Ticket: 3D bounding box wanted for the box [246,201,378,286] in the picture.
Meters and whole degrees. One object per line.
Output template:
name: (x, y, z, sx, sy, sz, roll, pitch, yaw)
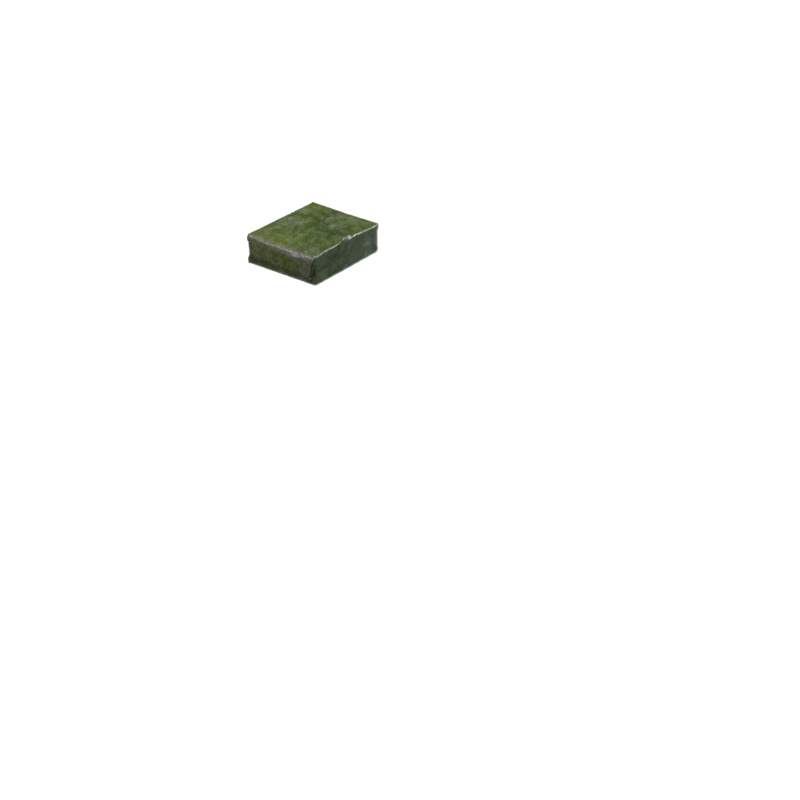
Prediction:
box: (-0.073, -0.133, 0.930, 0.077, 0.028, 0.089, 22, 37, 31)
